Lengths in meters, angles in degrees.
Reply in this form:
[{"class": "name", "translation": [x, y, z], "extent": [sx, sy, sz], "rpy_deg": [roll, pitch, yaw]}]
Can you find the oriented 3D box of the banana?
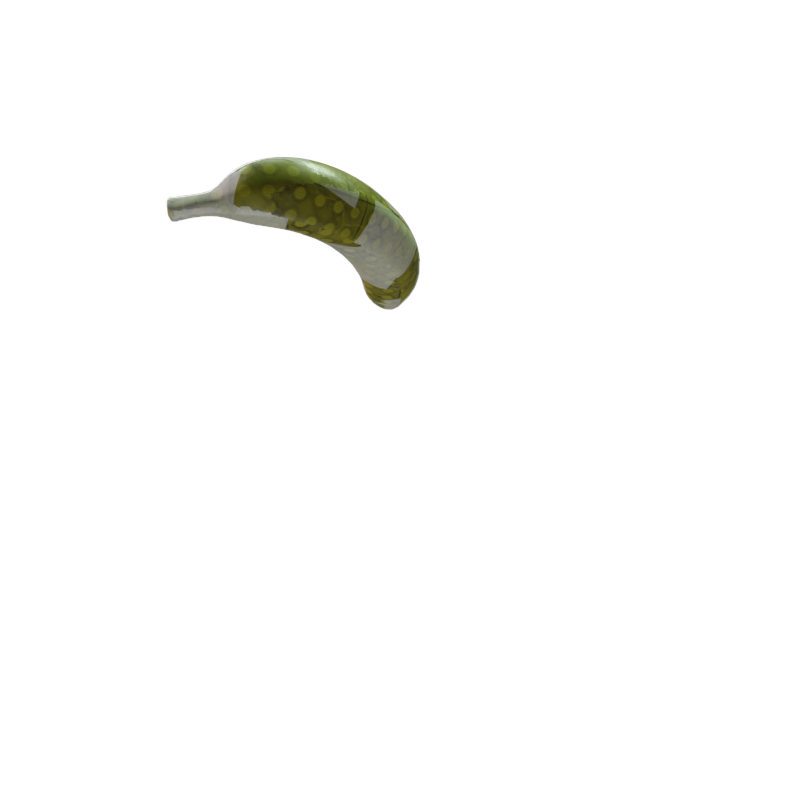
[{"class": "banana", "translation": [-0.033, -0.089, 0.588], "extent": [0.071, 0.038, 0.185], "rpy_deg": [-11, -18, 33]}]
